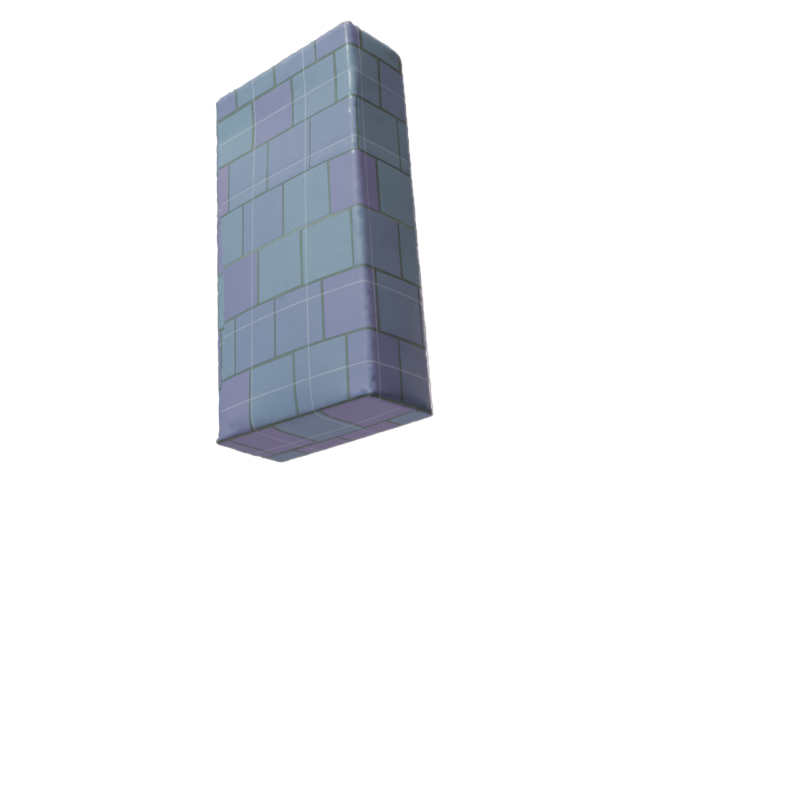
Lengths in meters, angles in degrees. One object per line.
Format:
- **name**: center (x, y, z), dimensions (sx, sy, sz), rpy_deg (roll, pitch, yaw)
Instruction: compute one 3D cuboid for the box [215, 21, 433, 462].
- **box**: center (-0.038, -0.070, 0.492), dimensions (0.094, 0.186, 0.045), rpy_deg (-22, -32, 37)
